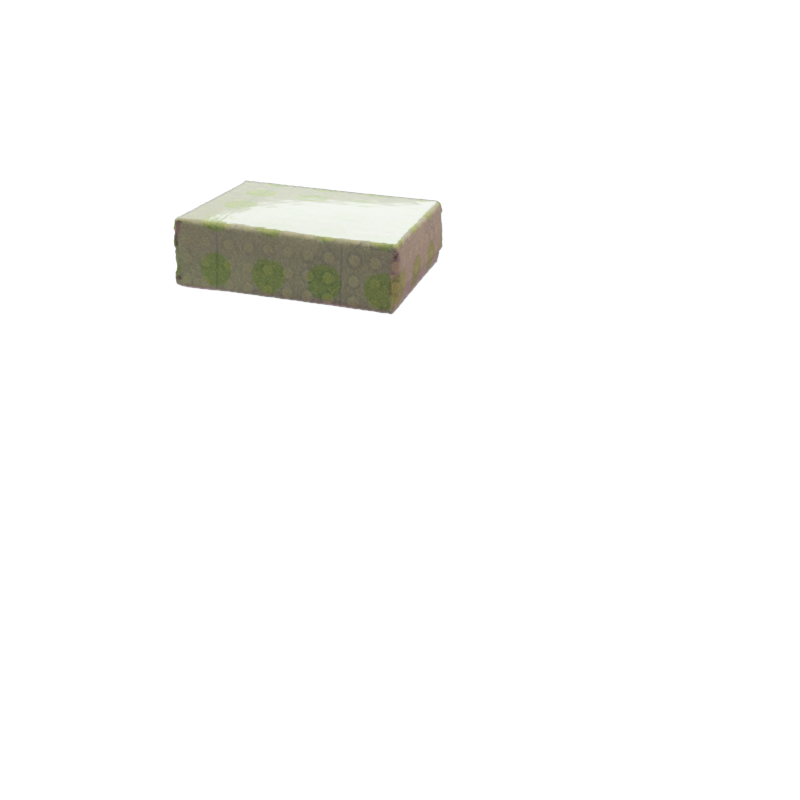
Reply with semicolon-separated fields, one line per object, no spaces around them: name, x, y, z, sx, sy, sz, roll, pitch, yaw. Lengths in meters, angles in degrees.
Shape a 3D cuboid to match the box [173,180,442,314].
box;-0.043;-0.079;0.552;0.116;0.037;0.091;7;22;16
